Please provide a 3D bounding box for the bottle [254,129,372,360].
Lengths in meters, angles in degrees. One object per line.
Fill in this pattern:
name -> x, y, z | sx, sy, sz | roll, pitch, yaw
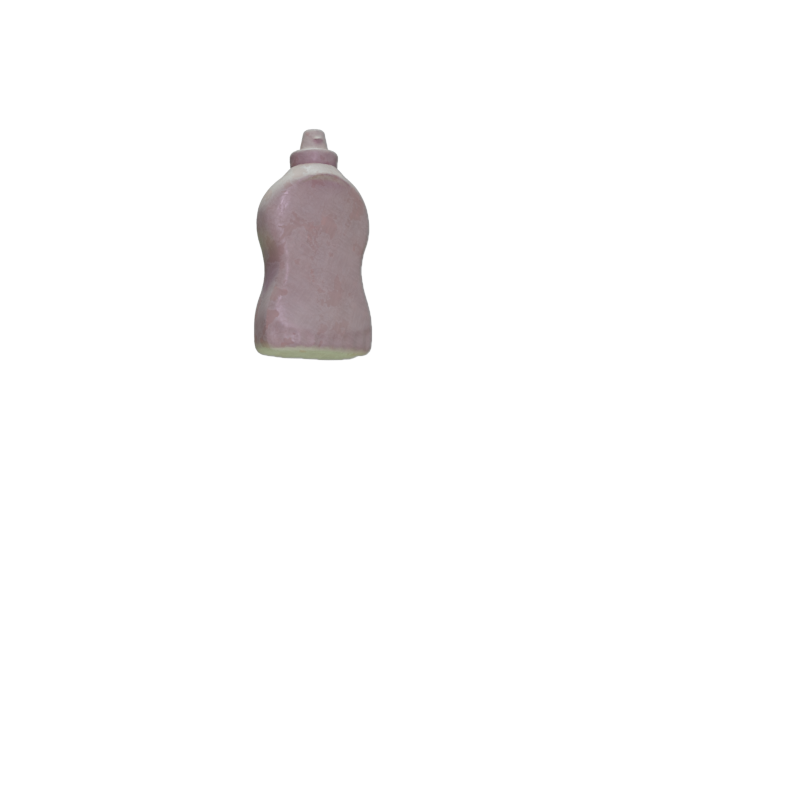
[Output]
bottle -> -0.072, -0.132, 0.924 | 0.093, 0.197, 0.058 | 4, -13, -23
